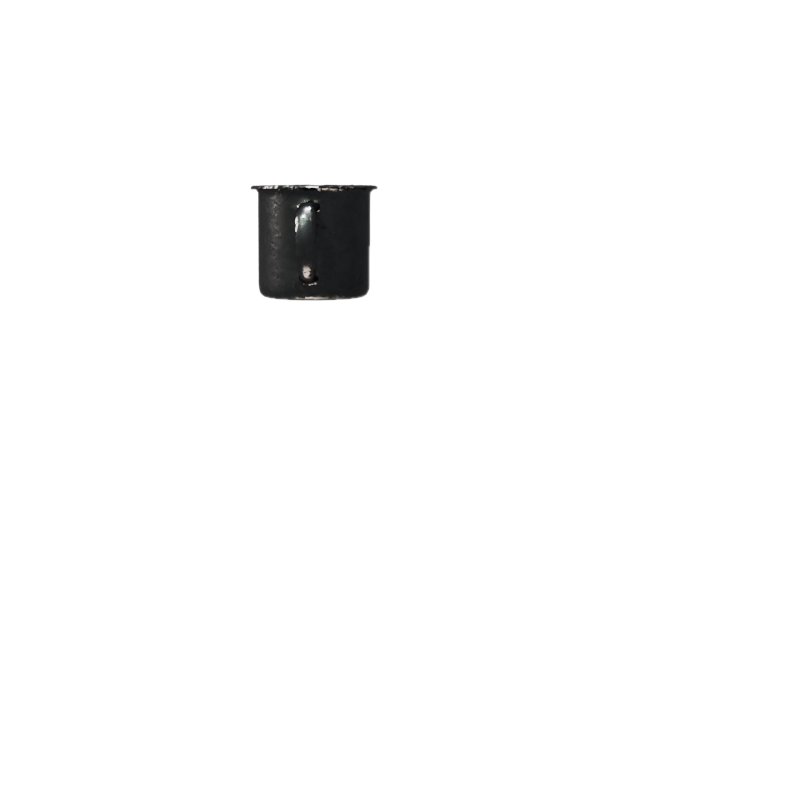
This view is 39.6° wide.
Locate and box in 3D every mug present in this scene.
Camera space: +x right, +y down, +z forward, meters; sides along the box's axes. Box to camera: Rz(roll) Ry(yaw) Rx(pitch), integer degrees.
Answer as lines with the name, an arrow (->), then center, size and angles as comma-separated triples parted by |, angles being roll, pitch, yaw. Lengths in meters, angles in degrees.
mug -> -0.063, -0.114, 0.802 | 0.093, 0.081, 0.119 | 0, 7, 0
